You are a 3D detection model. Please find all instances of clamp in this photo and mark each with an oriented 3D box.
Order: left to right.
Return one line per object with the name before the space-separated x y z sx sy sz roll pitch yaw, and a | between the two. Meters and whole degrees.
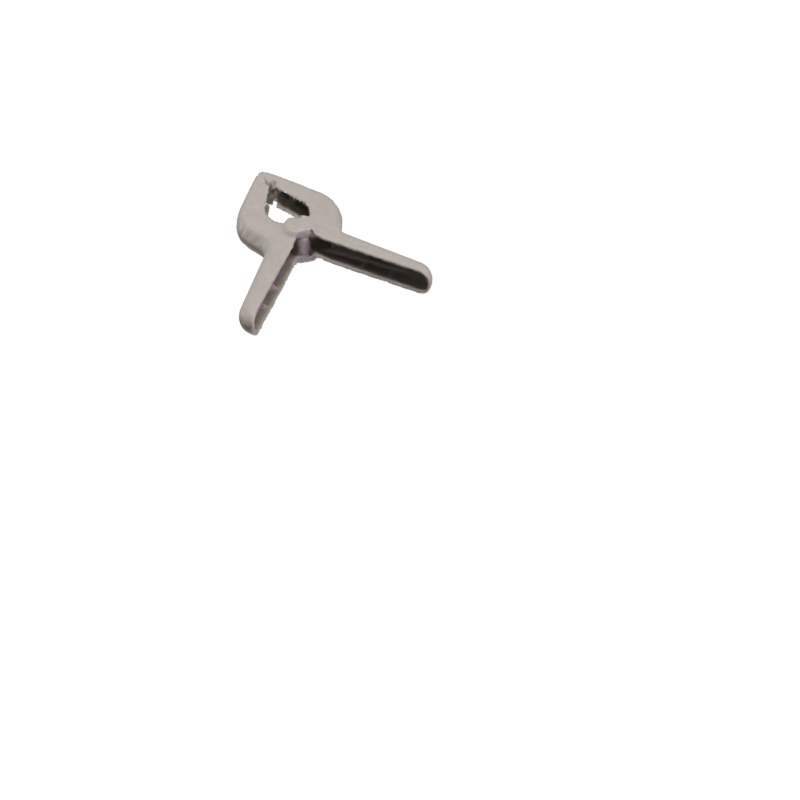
clamp | -0.075 -0.138 0.964 0.163 0.034 0.227 -10 40 -12
